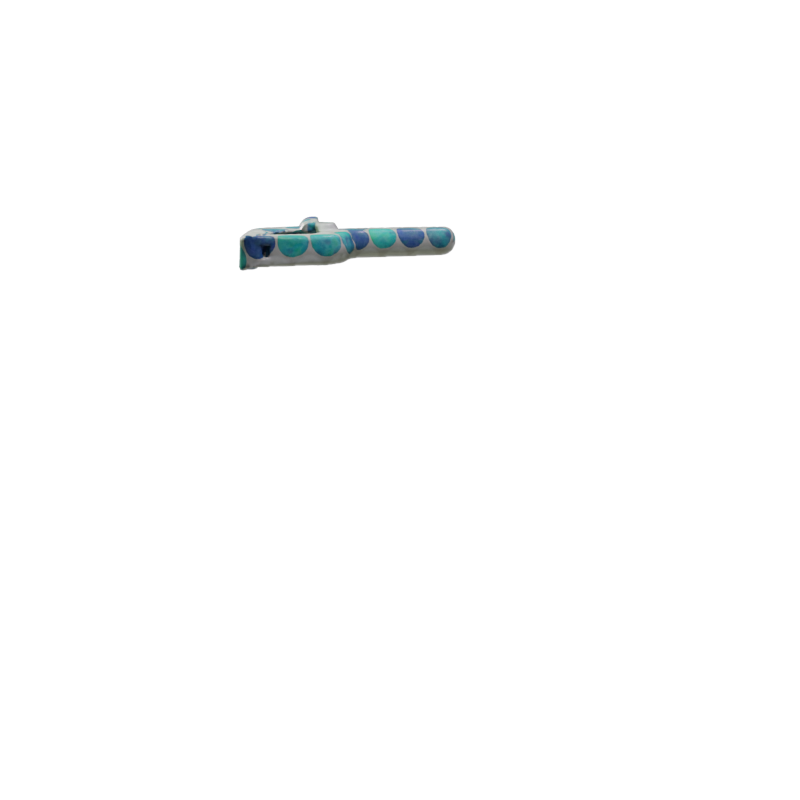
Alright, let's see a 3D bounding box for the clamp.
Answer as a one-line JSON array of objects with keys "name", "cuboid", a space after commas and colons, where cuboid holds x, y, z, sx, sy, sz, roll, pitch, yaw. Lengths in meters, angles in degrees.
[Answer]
[{"name": "clamp", "cuboid": [-0.076, -0.138, 0.969, 0.173, 0.036, 0.205, 11, 18, 39]}]
